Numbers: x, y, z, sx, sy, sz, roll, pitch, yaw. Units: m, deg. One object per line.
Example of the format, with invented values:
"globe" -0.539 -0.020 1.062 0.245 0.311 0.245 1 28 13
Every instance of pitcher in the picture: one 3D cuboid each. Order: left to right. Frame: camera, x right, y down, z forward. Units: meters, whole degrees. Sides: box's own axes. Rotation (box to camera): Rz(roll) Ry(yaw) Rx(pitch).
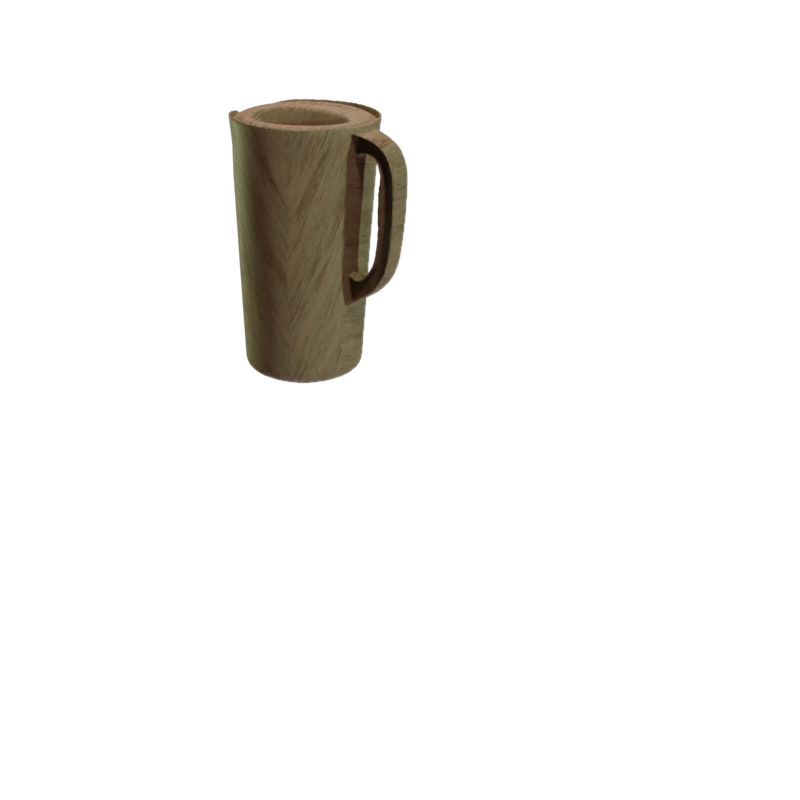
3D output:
"pitcher" -0.077 -0.141 0.987 0.144 0.232 0.157 -2 21 -7
